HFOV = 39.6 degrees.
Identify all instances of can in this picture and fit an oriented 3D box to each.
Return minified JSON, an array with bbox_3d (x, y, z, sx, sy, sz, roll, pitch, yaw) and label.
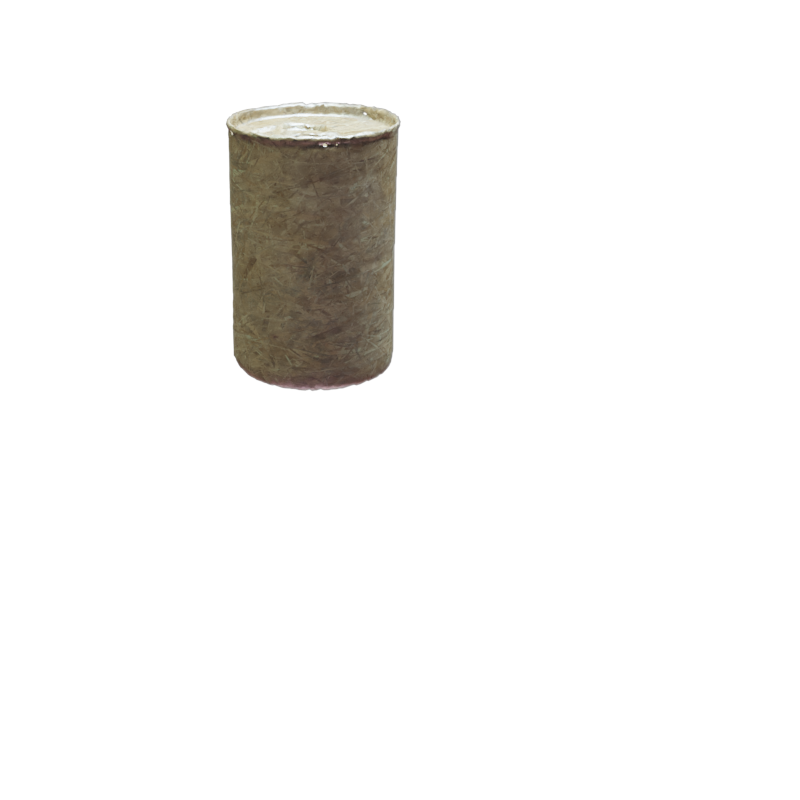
[{"bbox_3d":[-0.035,-0.064,0.448,0.068,0.098,0.072,0,21,-2],"label":"can"}]
